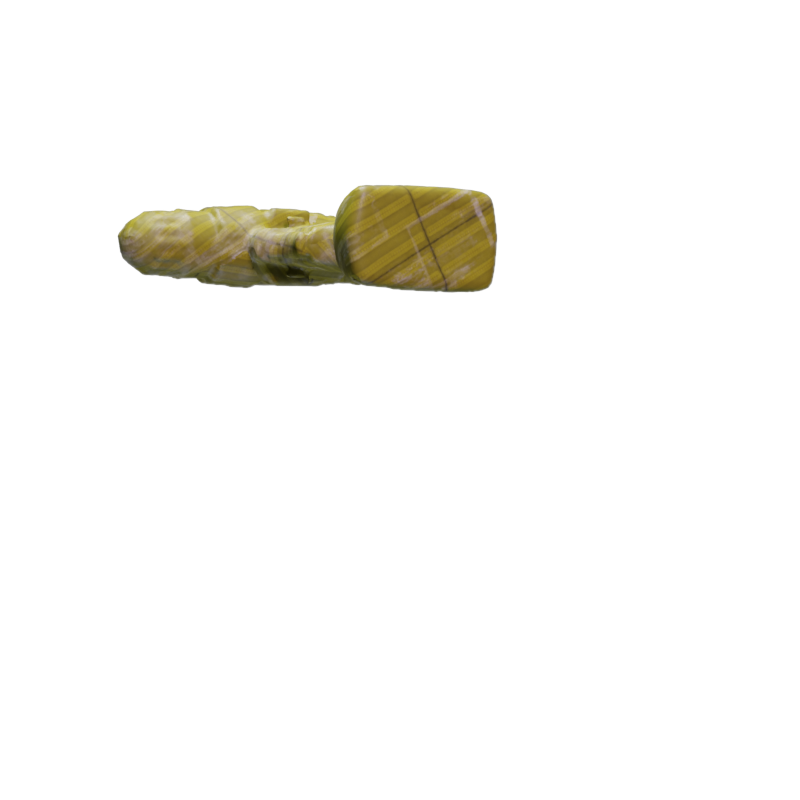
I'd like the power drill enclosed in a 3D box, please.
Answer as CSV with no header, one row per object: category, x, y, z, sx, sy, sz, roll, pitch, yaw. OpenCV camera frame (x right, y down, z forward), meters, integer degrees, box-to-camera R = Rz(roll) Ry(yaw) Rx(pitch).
power drill,-0.051,-0.094,0.655,0.178,0.057,0.195,-5,8,-35
